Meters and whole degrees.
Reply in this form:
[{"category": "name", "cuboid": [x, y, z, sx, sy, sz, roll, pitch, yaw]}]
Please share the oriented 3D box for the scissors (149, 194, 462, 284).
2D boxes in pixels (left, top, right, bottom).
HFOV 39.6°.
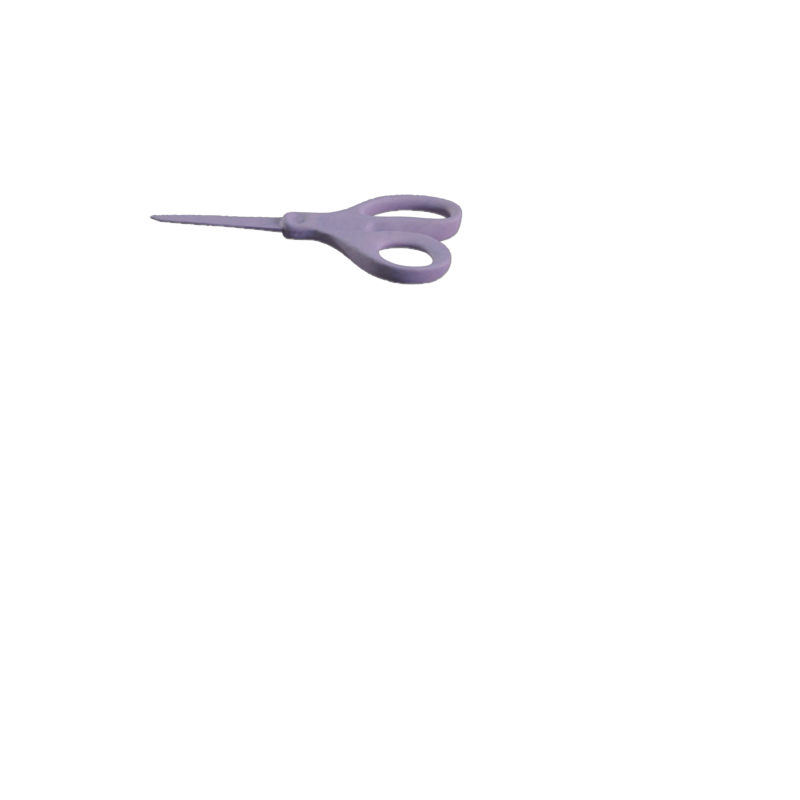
[{"category": "scissors", "cuboid": [-0.055, -0.100, 0.704, 0.200, 0.015, 0.104, -7, 40, -8]}]
